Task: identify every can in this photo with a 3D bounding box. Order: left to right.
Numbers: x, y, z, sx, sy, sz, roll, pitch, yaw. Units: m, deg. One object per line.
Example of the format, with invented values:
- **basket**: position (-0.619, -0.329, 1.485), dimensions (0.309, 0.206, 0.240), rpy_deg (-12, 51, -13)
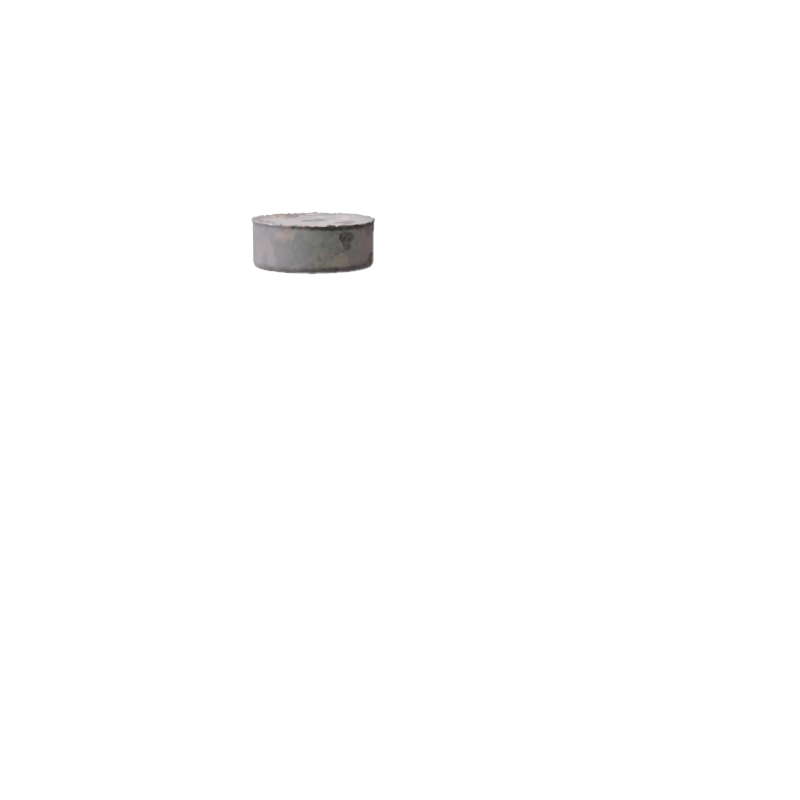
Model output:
- **can**: position (-0.060, -0.110, 0.772), dimensions (0.086, 0.033, 0.088), rpy_deg (0, 14, -2)
